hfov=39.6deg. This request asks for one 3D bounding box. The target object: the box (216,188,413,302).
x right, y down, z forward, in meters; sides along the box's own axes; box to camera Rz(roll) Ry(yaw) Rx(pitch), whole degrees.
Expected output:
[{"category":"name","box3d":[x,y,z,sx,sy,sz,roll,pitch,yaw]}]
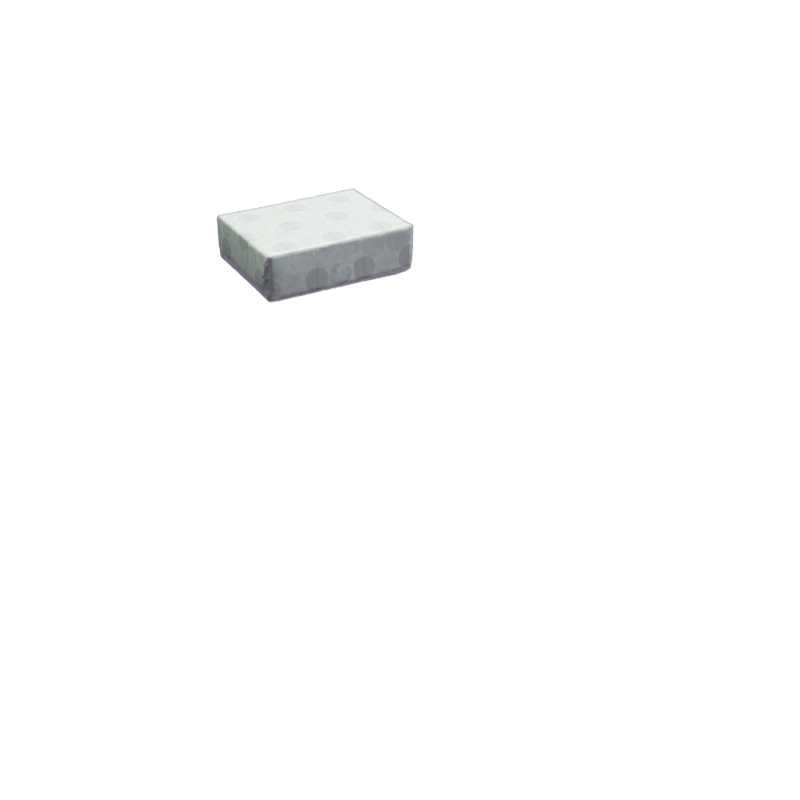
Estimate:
[{"category":"box","box3d":[-0.061,-0.110,0.774,0.111,0.037,0.096,-14,31,-24]}]
